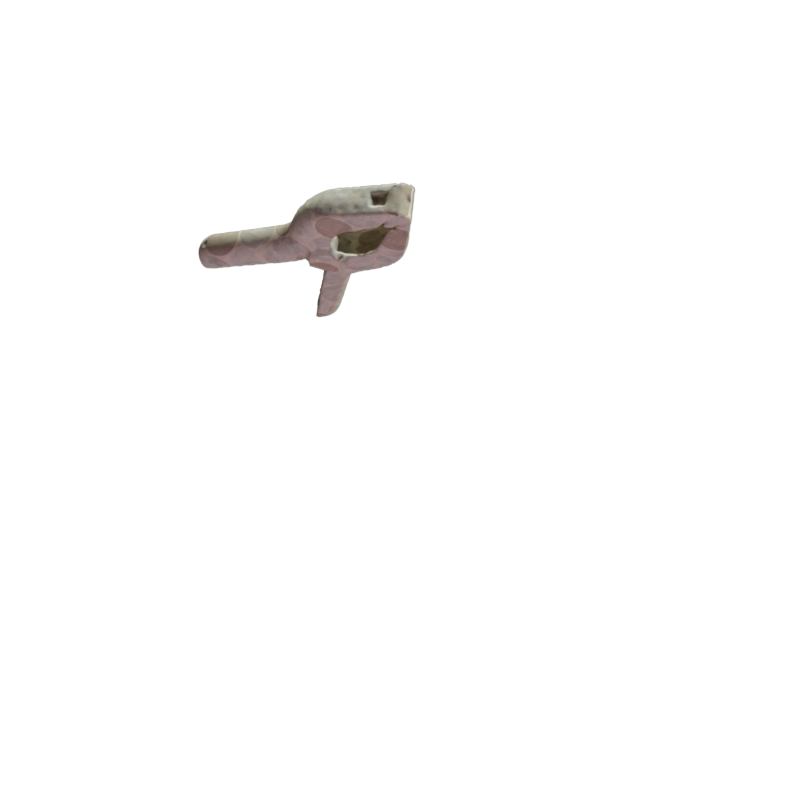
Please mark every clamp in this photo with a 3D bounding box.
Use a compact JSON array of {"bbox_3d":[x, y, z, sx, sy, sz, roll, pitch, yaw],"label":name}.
[{"bbox_3d":[-0.060,-0.109,0.765,0.115,0.041,0.169,13,-27,-29],"label":"clamp"}]
